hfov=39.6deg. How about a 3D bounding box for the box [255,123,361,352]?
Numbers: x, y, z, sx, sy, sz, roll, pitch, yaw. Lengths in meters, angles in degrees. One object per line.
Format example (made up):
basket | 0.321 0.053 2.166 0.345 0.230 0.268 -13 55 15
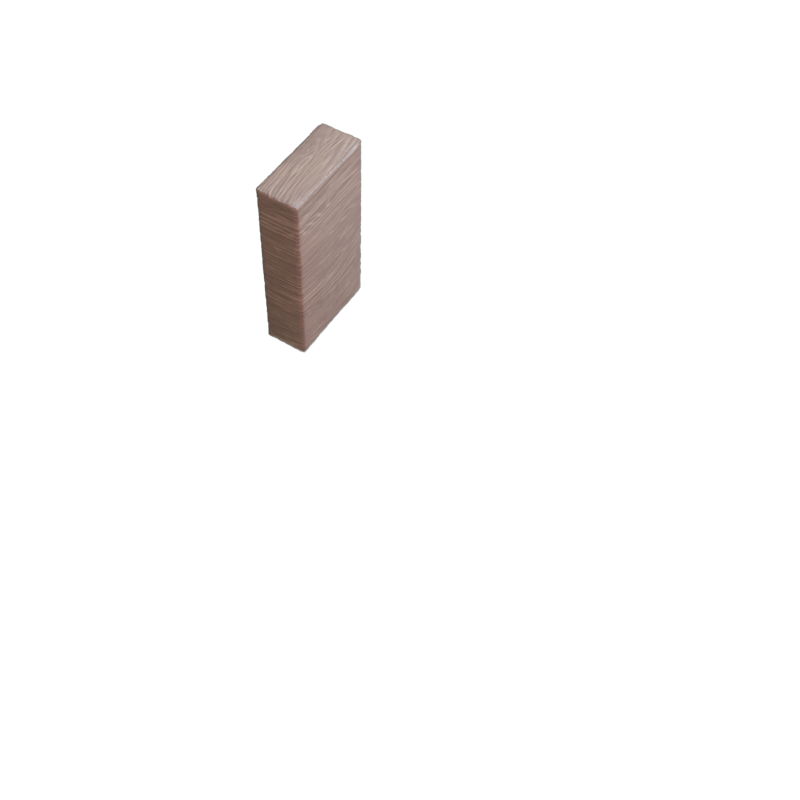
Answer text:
box | -0.071 -0.129 0.909 0.050 0.096 0.164 27 -34 16
